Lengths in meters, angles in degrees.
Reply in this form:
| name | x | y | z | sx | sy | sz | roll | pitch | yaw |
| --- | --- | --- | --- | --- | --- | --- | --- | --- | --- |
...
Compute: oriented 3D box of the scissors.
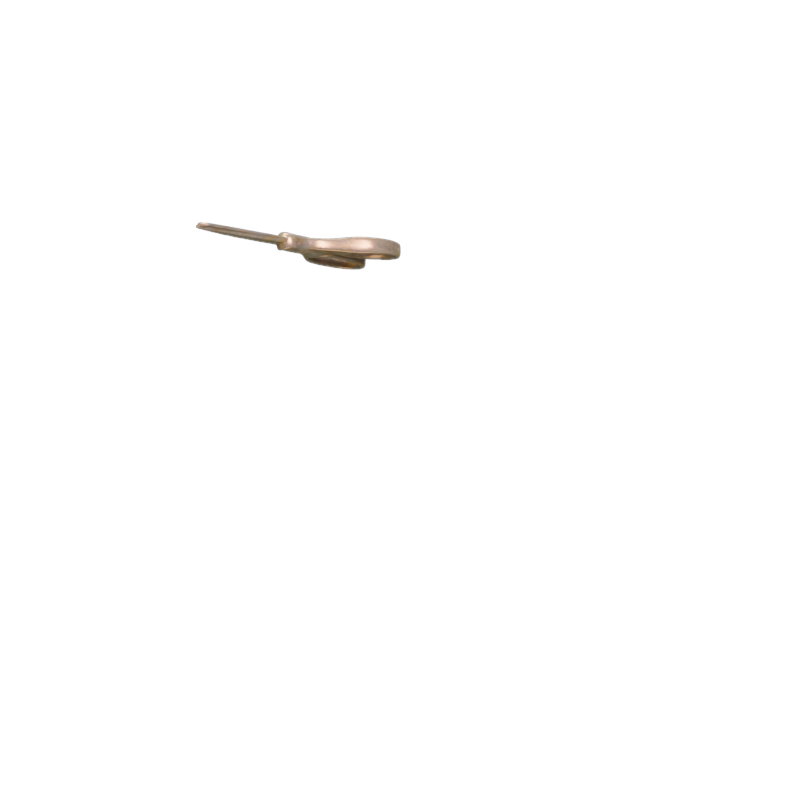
| name | x | y | z | sx | sy | sz | roll | pitch | yaw |
| --- | --- | --- | --- | --- | --- | --- | --- | --- | --- |
| scissors | -0.073 | -0.132 | 0.927 | 0.099 | 0.016 | 0.192 | -2 | -4 | 28 |
